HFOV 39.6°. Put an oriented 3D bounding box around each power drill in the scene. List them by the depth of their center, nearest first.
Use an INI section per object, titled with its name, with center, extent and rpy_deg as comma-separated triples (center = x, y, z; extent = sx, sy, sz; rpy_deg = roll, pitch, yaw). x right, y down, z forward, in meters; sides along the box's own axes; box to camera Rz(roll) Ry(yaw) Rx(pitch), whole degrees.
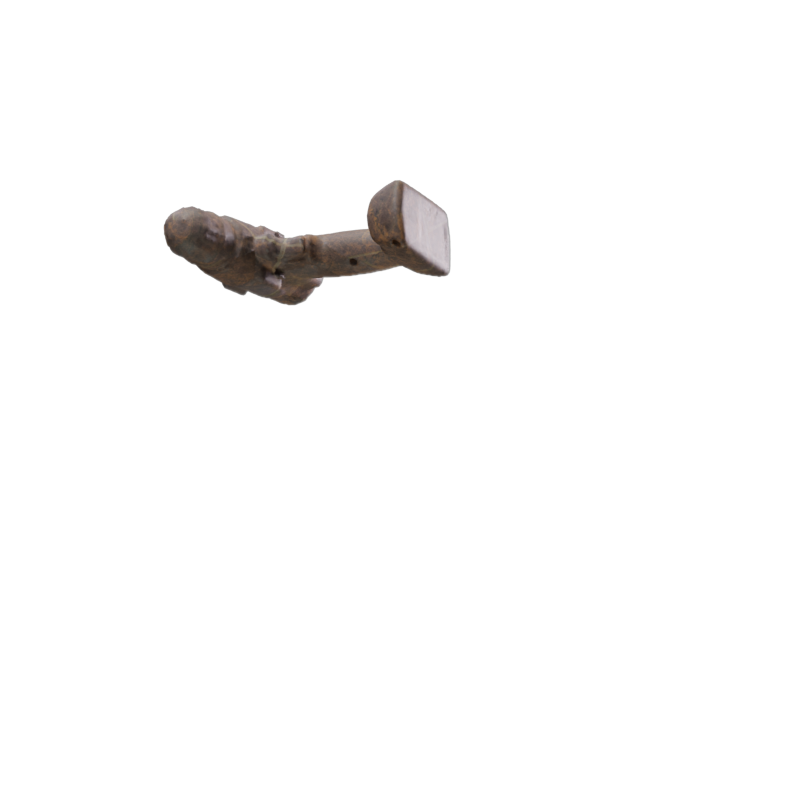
[power drill]
center = -0.068, -0.125, 0.873
extent = 0.192, 0.059, 0.174
rpy_deg = -5, -10, 28
